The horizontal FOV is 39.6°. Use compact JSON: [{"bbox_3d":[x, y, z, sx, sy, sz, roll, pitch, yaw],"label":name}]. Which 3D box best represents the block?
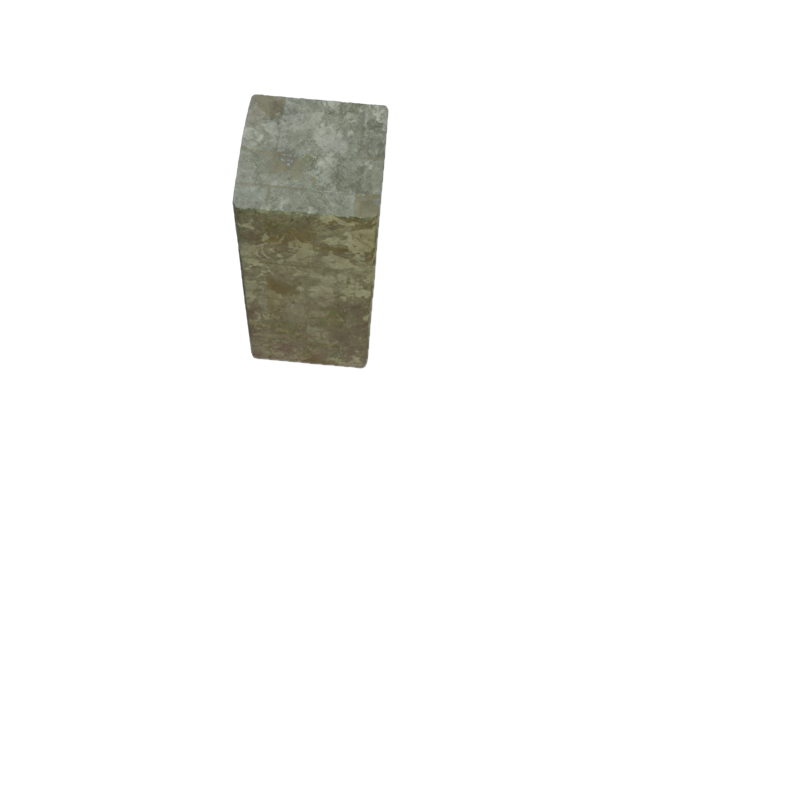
[{"bbox_3d":[-0.060,-0.109,0.769,0.091,0.095,0.194,6,-27,-1],"label":"block"}]
